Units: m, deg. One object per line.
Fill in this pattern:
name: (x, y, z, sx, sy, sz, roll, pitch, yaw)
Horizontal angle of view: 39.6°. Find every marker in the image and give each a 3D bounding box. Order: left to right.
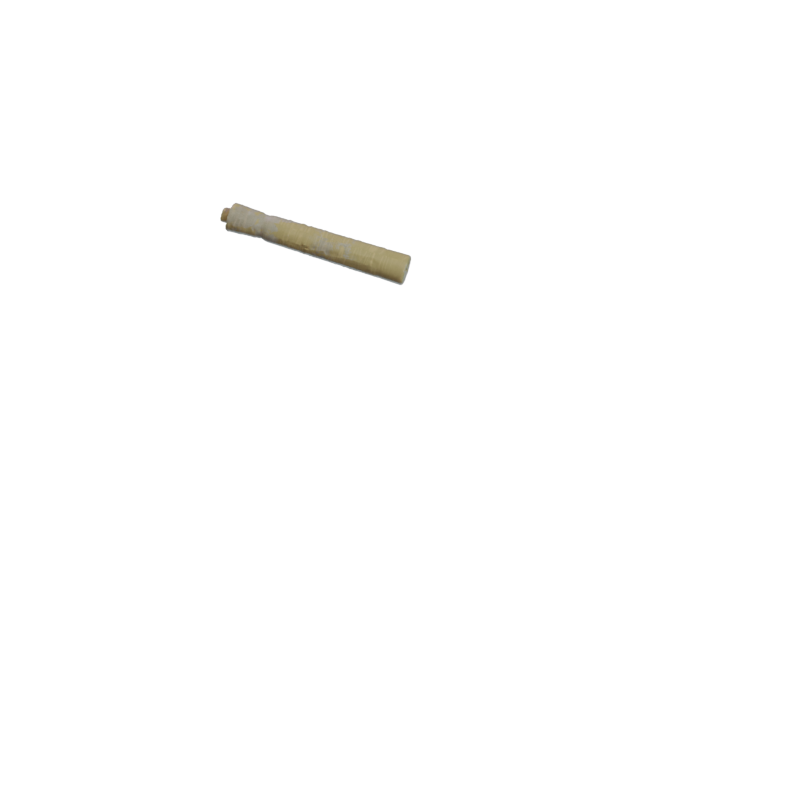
marker: (-0.054, -0.098, 0.683, 0.124, 0.020, 0.019, 19, 7, 11)
